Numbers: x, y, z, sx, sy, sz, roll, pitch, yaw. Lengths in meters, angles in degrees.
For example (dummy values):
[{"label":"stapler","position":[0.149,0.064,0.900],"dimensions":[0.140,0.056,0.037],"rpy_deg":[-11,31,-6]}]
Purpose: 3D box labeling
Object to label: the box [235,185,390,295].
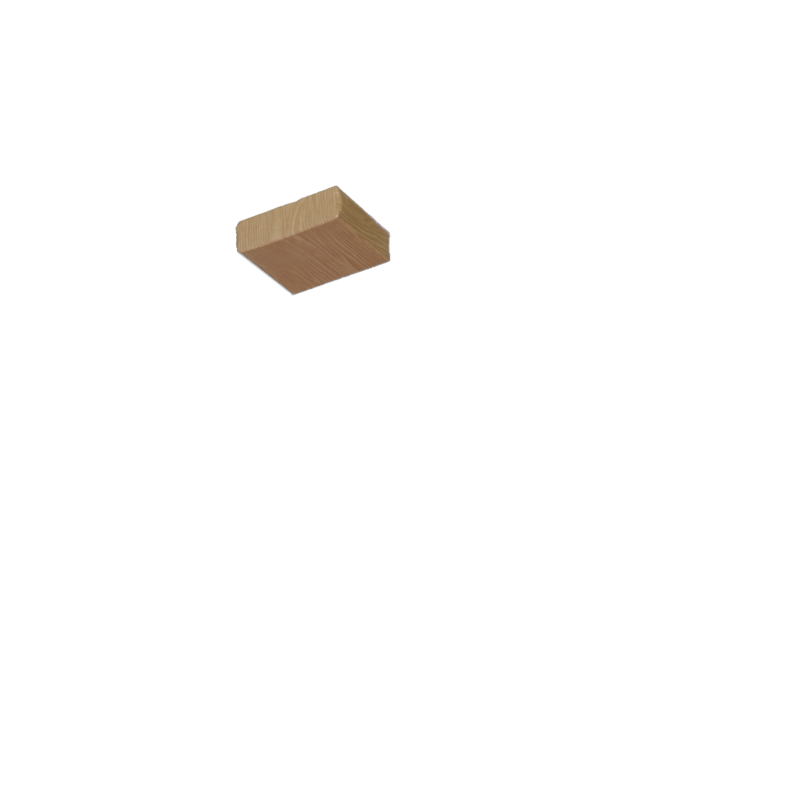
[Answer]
[{"label":"box","position":[-0.063,-0.114,0.802],"dimensions":[0.090,0.032,0.068],"rpy_deg":[-16,-31,28]}]
